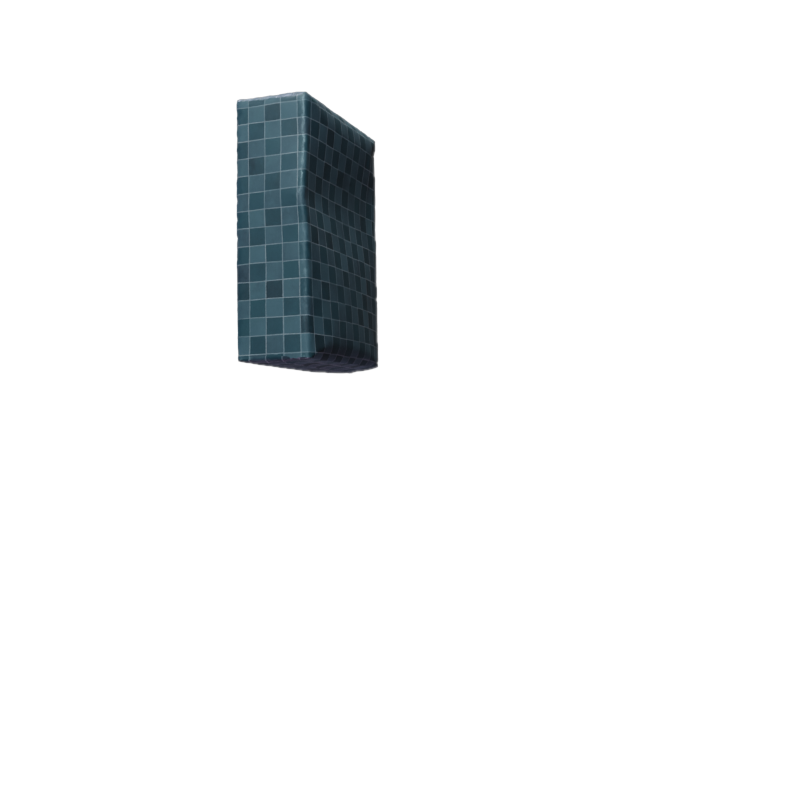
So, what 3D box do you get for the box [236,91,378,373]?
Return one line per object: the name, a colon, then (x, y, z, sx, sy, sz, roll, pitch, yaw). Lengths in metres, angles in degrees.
box: (-0.073, -0.134, 0.936, 0.073, 0.219, 0.157, -4, -8, 19)
